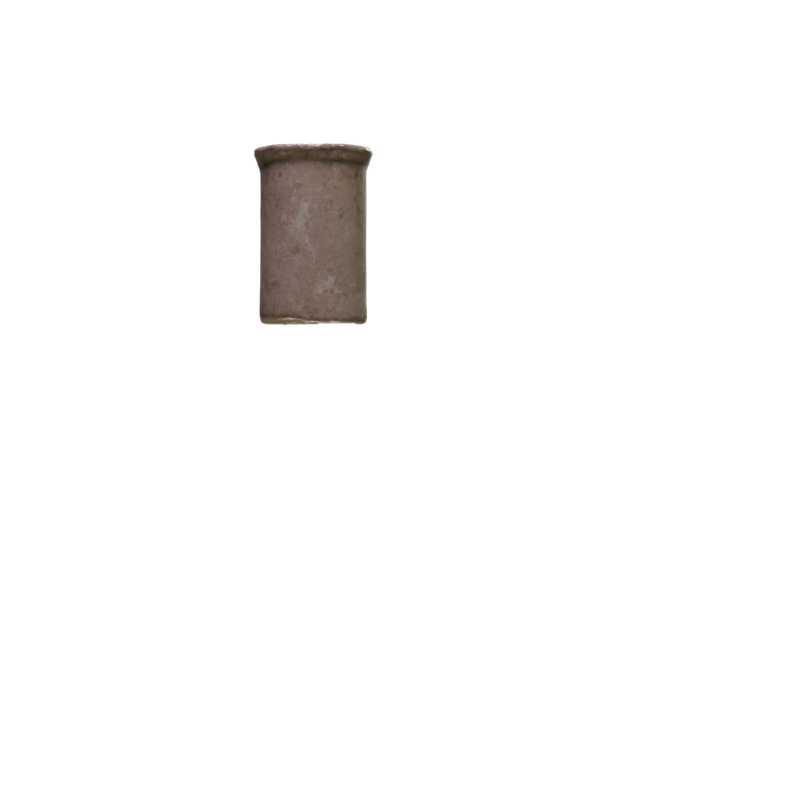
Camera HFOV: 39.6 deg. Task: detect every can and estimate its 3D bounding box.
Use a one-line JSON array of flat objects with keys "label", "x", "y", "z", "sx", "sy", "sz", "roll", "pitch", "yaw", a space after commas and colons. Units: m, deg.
[{"label": "can", "x": -0.044, "y": -0.080, "z": 0.562, "sx": 0.057, "sy": 0.084, "sz": 0.102, "roll": 0, "pitch": 0, "yaw": -4}]
